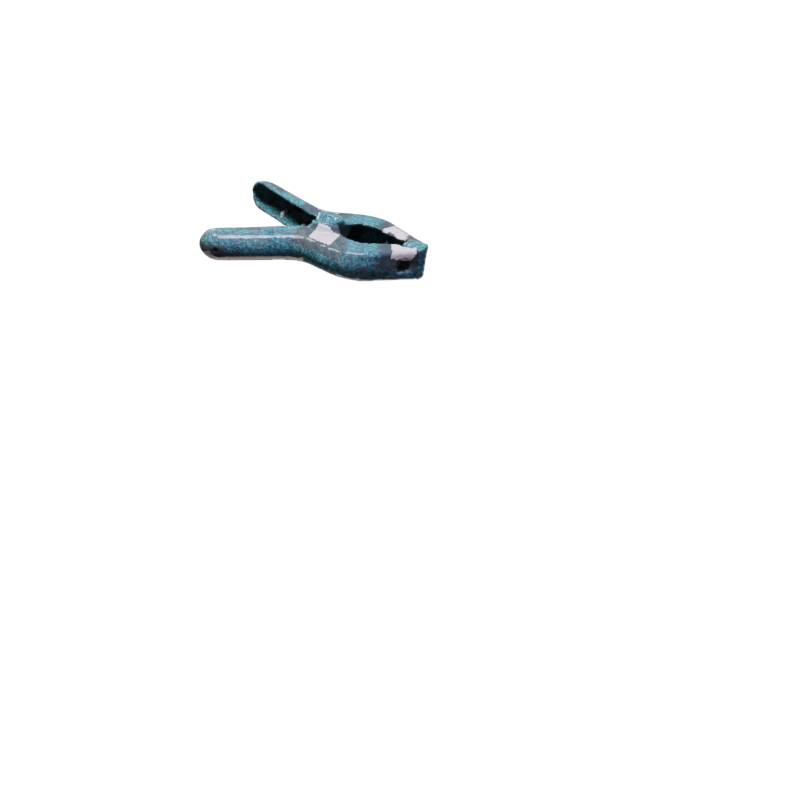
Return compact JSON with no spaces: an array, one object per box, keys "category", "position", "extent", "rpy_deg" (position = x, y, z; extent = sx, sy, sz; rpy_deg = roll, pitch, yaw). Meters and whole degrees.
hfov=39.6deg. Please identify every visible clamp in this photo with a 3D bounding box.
[{"category":"clamp","position":[-0.068,-0.124,0.866],"extent":[0.179,0.037,0.123],"rpy_deg":[17,40,22]}]
